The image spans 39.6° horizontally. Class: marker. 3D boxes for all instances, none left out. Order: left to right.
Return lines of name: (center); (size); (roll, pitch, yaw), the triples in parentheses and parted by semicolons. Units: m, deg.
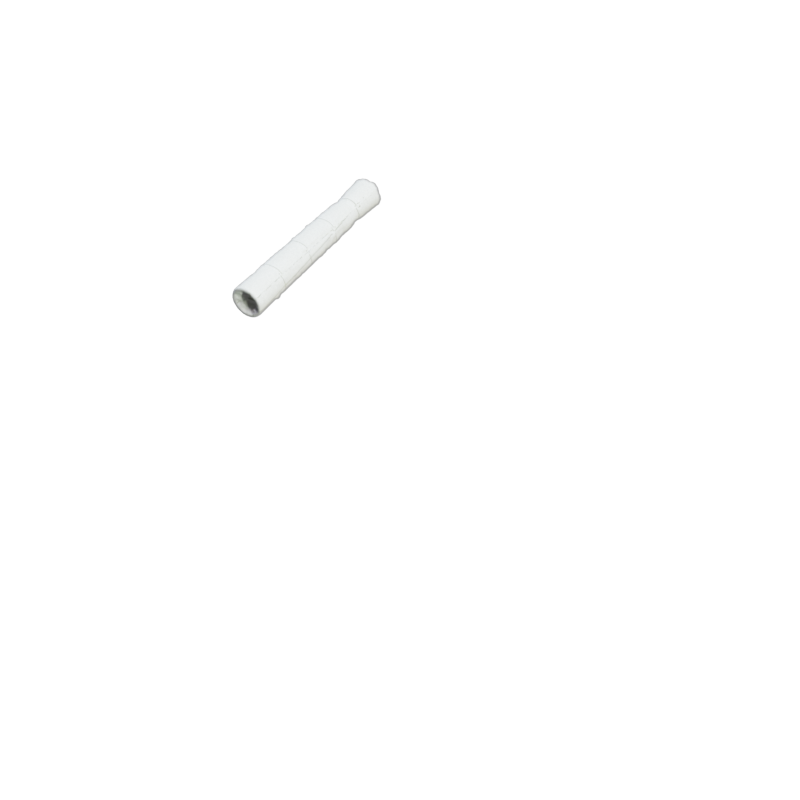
marker: (-0.047, -0.086, 0.604); (0.021, 0.019, 0.124); (2, 38, 38)
